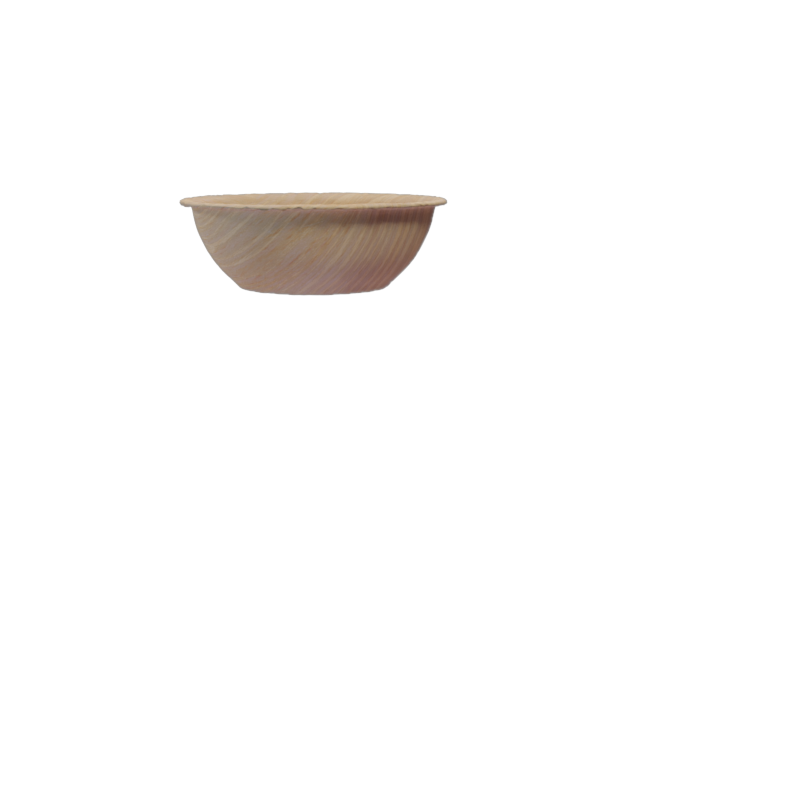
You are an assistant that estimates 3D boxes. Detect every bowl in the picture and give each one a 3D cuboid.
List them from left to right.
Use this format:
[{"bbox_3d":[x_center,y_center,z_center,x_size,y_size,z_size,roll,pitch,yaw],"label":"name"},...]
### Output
[{"bbox_3d":[-0.053,-0.096,0.675,0.162,0.054,0.166,0,12,-2],"label":"bowl"}]
